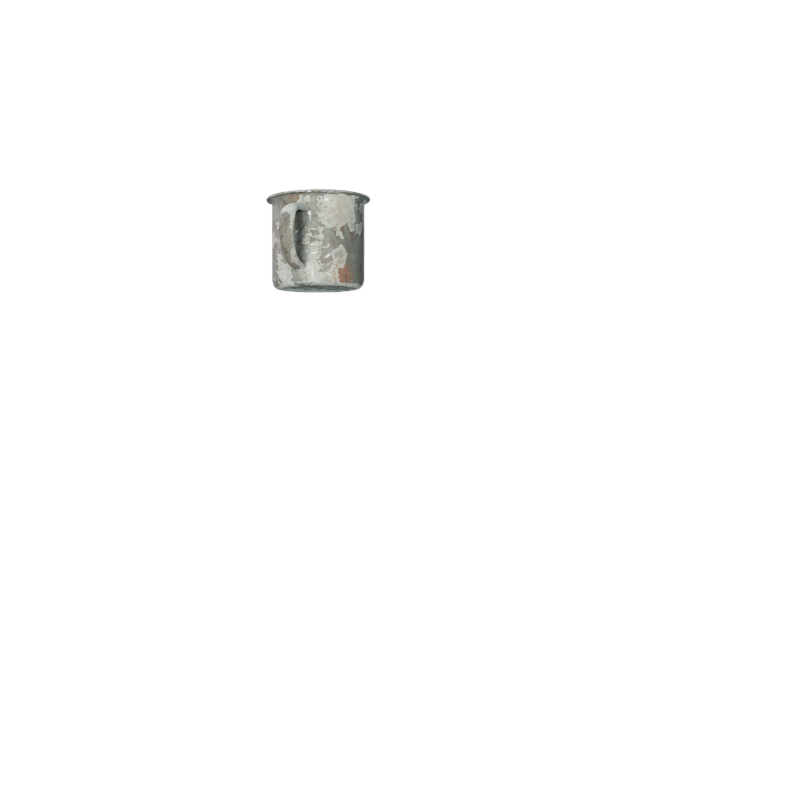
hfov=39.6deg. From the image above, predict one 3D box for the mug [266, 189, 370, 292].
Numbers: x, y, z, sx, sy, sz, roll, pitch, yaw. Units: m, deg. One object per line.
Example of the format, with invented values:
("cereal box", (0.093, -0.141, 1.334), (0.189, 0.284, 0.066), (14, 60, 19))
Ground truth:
("mug", (-0.076, -0.139, 0.974), (0.095, 0.083, 0.113), (-1, -3, 18))
